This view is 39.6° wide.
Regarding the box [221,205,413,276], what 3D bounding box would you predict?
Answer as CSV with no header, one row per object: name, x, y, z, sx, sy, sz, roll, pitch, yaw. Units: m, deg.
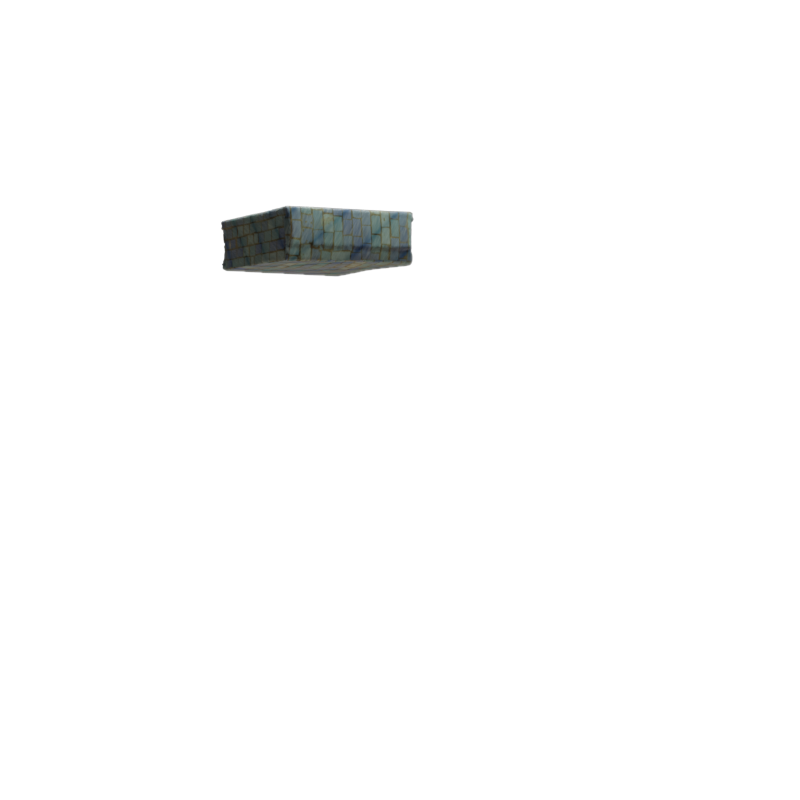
box,-0.057,-0.104,0.730,0.087,0.039,0.116,0,1,-28
